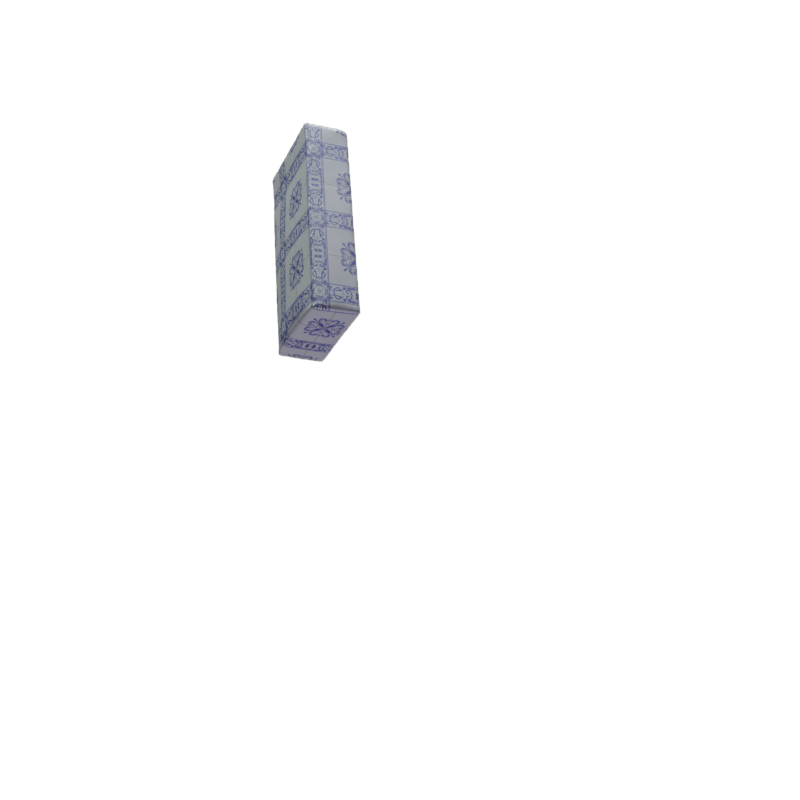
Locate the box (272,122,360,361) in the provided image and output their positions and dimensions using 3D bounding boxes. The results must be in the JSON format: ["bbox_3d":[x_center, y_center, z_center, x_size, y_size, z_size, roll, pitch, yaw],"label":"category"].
[{"bbox_3d":[-0.071,-0.131,0.918,0.047,0.188,0.090,10,-31,-21],"label":"box"}]
